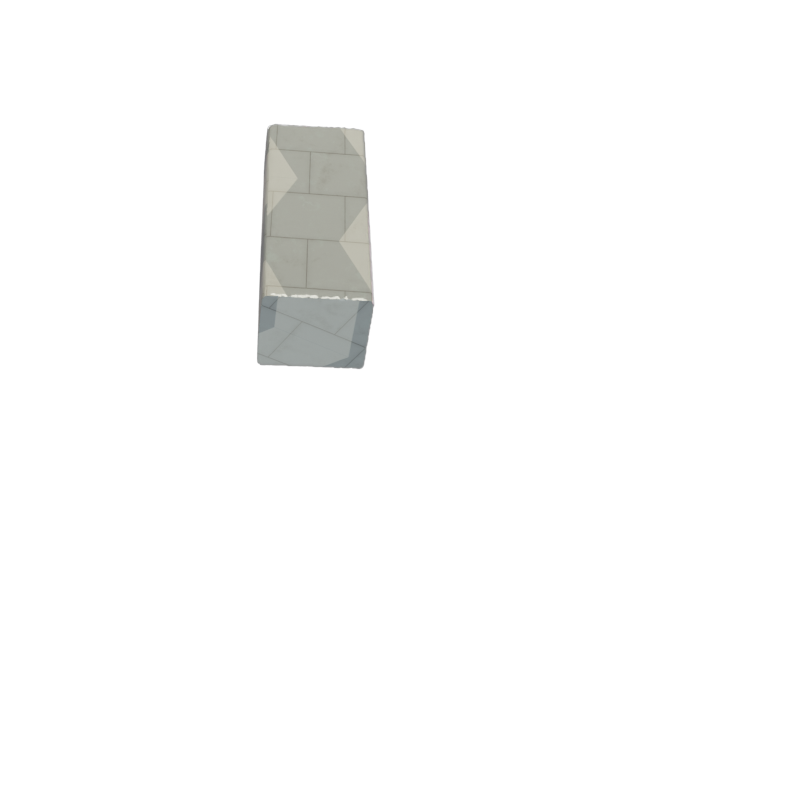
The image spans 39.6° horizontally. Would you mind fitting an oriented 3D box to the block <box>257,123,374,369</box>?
[{"bbox_3d":[-0.075,-0.138,0.961,0.090,0.221,0.084,2,-41,-6],"label":"block"}]
